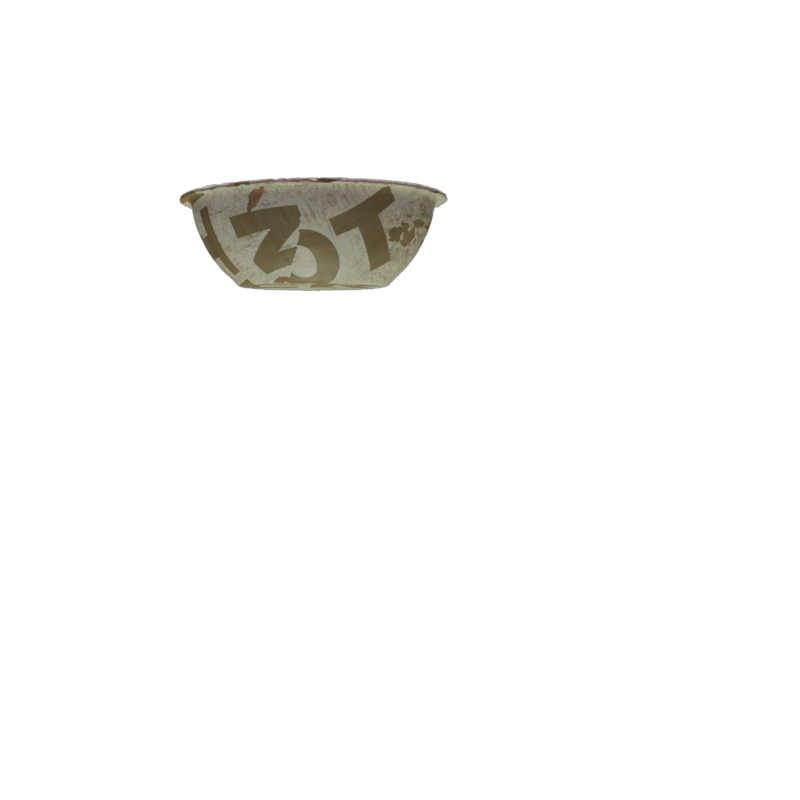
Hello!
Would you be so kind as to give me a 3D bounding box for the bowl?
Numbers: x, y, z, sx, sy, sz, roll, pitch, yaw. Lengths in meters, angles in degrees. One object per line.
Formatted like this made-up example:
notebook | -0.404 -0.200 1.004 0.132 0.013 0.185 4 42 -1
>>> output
bowl | -0.052 -0.096 0.670 0.162 0.055 0.162 0 2 -2
